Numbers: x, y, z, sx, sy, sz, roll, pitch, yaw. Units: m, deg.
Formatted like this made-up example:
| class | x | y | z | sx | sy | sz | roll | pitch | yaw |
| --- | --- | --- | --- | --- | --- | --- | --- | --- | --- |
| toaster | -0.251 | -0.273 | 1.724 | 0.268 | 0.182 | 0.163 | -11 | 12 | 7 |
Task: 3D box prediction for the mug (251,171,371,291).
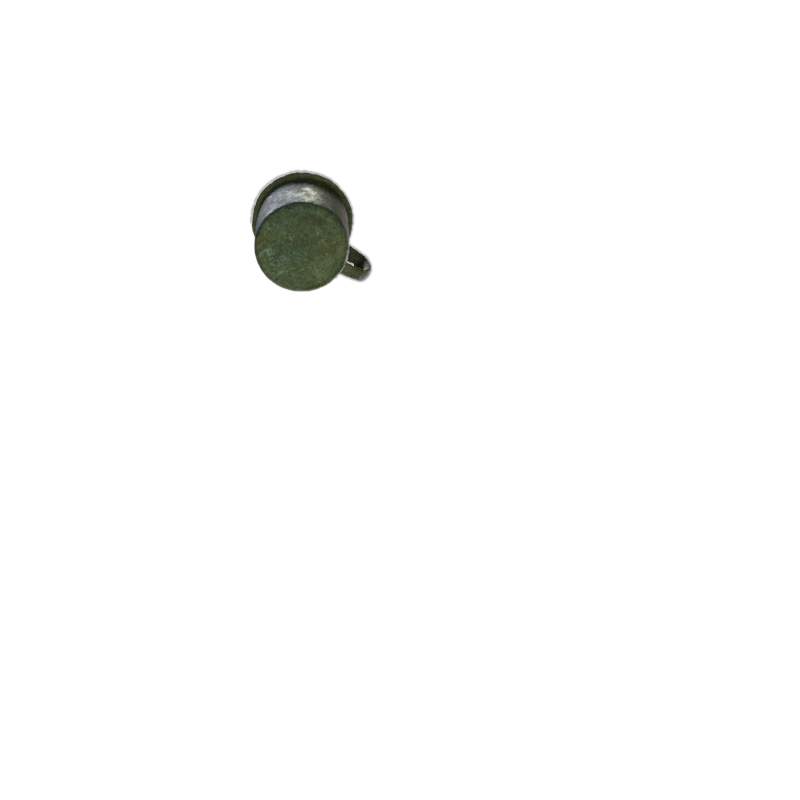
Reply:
| class | x | y | z | sx | sy | sz | roll | pitch | yaw |
| --- | --- | --- | --- | --- | --- | --- | --- | --- | --- |
| mug | -0.076 | -0.139 | 0.976 | 0.114 | 0.091 | 0.086 | 33 | 18 | -14 |
